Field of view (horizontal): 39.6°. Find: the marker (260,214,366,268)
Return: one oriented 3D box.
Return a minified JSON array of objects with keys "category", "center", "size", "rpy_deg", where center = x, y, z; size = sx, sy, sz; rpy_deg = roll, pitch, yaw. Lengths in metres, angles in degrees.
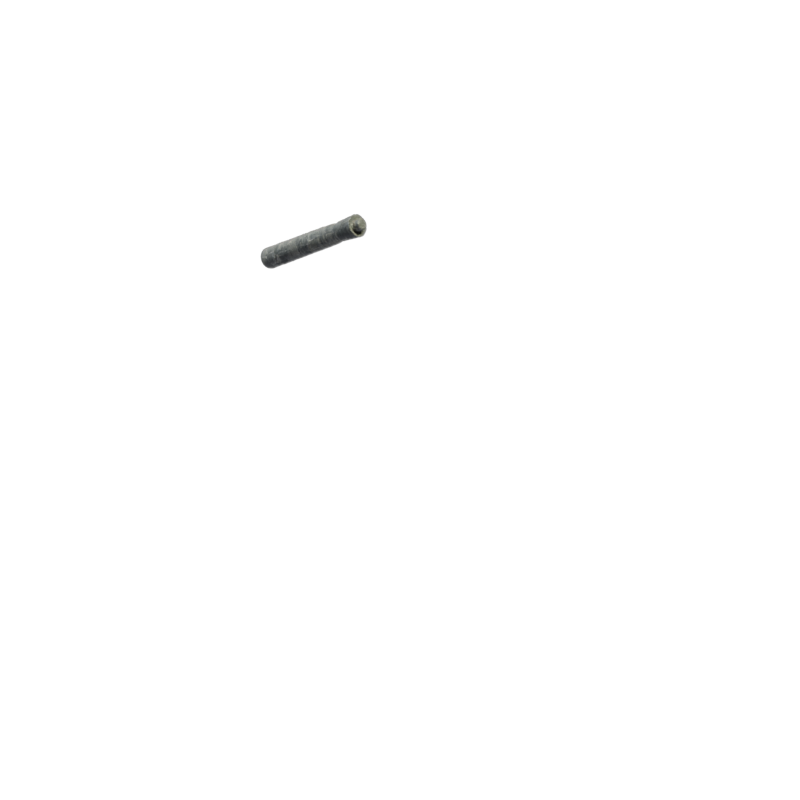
[{"category":"marker","center":[-0.071,-0.129,0.906],"size":[0.019,0.020,0.123],"rpy_deg":[-3,-5,-43]}]
